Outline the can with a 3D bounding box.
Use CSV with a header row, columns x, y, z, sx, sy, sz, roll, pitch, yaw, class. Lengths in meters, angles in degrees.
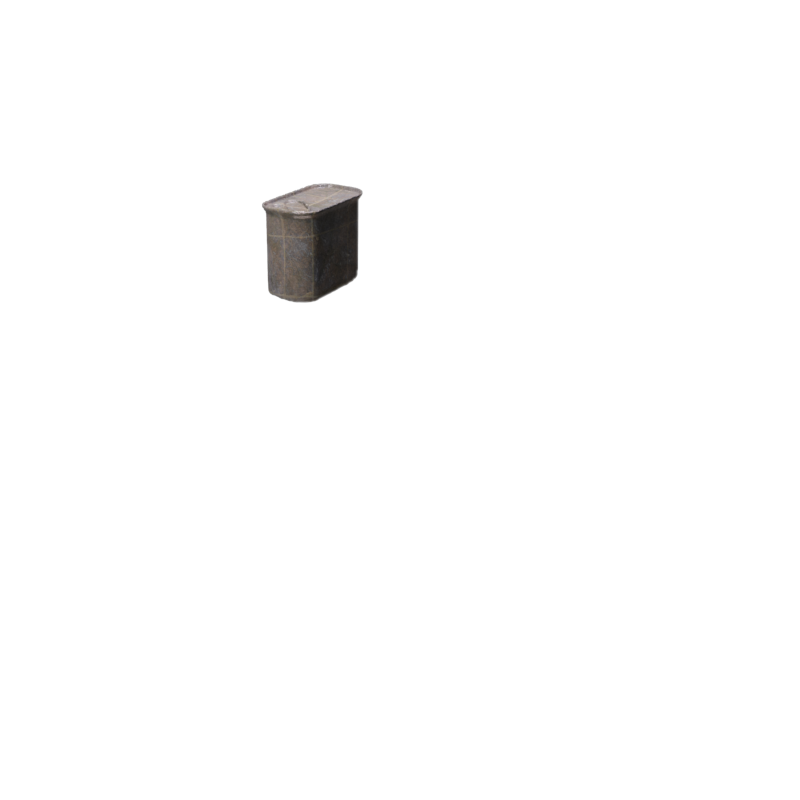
x,y,z,sx,sy,sz,roll,pitch,yaw,class
-0.078,-0.143,0.999,0.060,0.080,0.102,12,24,28,can
